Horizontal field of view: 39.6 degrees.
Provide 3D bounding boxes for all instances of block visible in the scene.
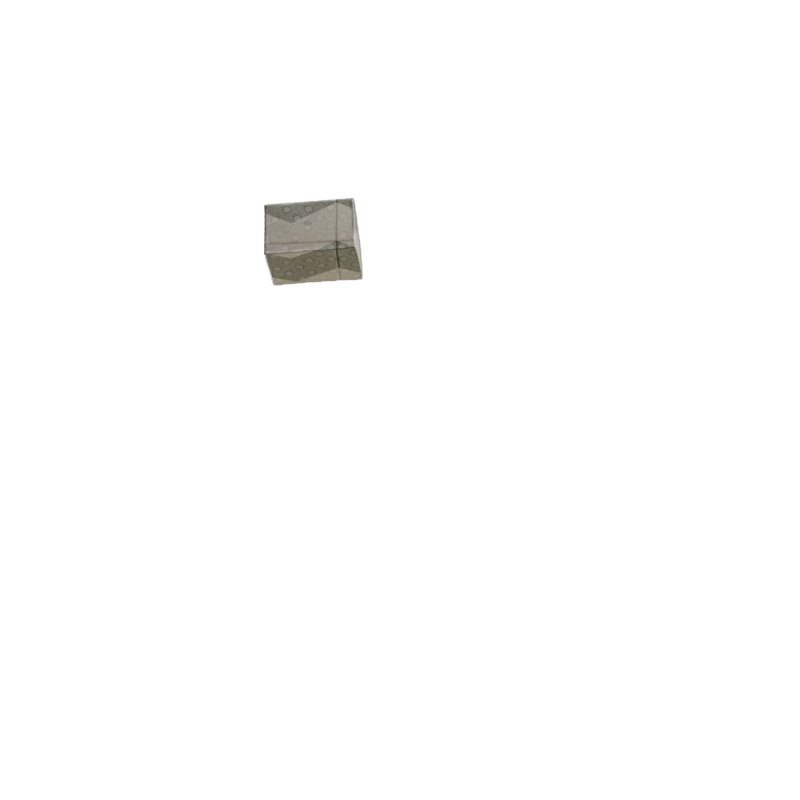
[{"bbox_3d":[-0.073,-0.132,0.928,0.078,0.054,0.049,-3,-29,4],"label":"block"}]
